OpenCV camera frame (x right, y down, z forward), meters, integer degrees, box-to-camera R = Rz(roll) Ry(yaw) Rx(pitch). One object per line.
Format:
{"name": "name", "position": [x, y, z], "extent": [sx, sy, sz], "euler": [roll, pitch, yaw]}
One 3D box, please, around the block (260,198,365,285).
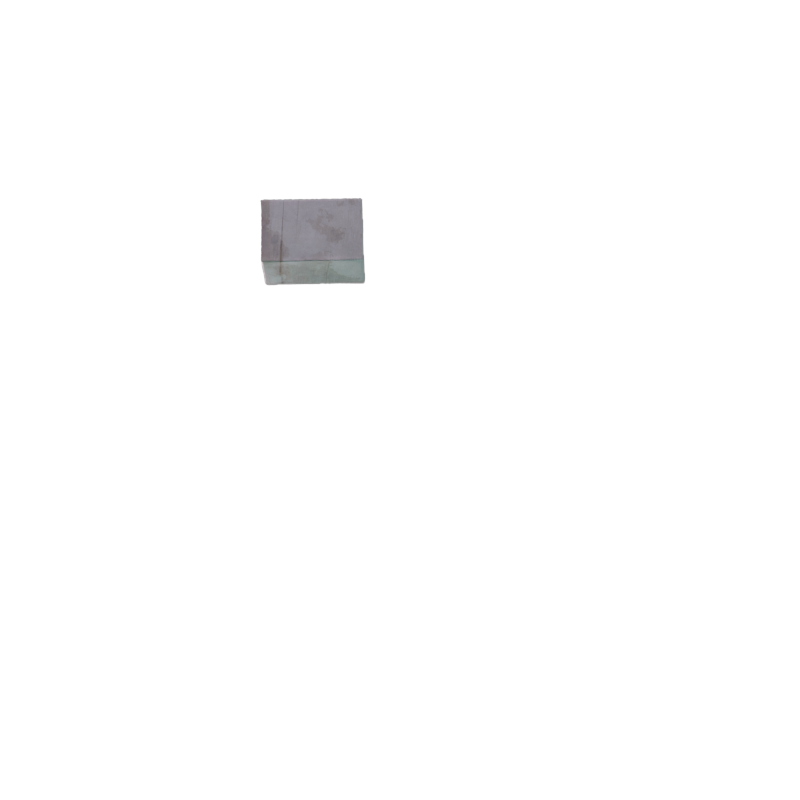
{"name": "block", "position": [-0.065, -0.119, 0.836], "extent": [0.078, 0.054, 0.050], "euler": [0, -18, 0]}
